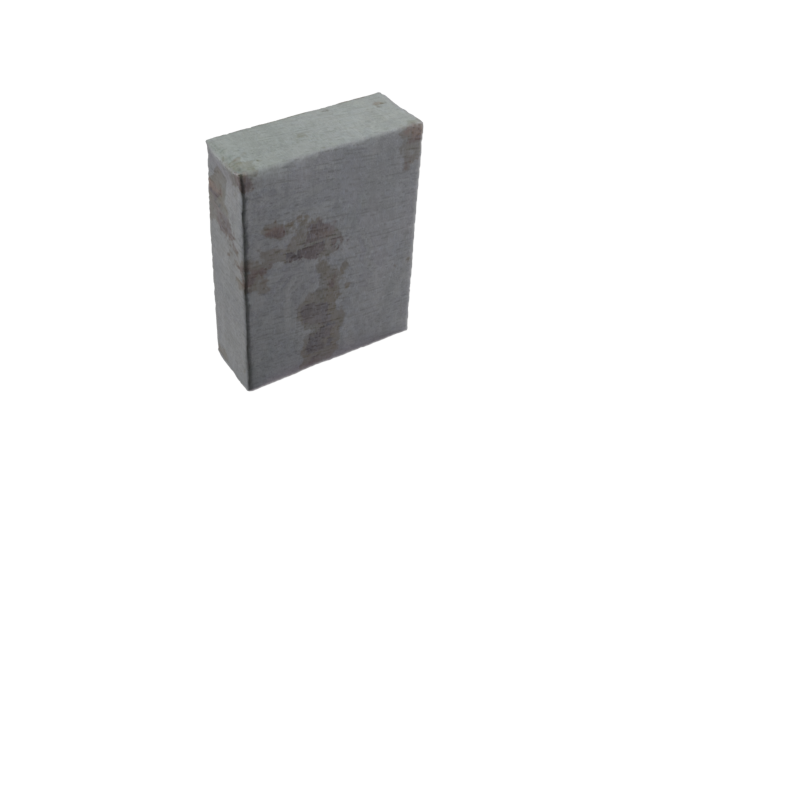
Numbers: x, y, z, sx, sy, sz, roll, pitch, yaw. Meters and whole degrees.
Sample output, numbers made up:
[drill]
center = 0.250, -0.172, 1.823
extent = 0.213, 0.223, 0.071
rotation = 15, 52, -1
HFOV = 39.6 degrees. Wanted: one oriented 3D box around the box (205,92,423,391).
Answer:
[box]
center = -0.072, -0.130, 0.914
extent = 0.162, 0.200, 0.078
rotation = -21, 43, -26
